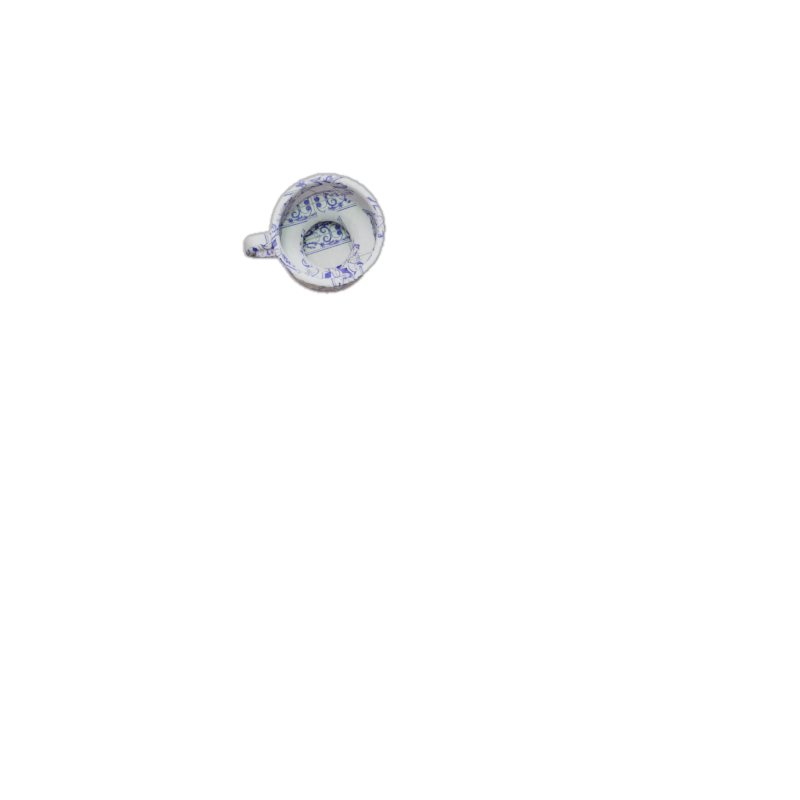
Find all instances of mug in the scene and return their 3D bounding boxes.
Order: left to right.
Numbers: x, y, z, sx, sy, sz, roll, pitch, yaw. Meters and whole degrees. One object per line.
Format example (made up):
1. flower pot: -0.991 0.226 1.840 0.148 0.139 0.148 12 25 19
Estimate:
1. mug: -0.073 -0.134 0.936 0.117 0.096 0.080 -10 -7 -3
